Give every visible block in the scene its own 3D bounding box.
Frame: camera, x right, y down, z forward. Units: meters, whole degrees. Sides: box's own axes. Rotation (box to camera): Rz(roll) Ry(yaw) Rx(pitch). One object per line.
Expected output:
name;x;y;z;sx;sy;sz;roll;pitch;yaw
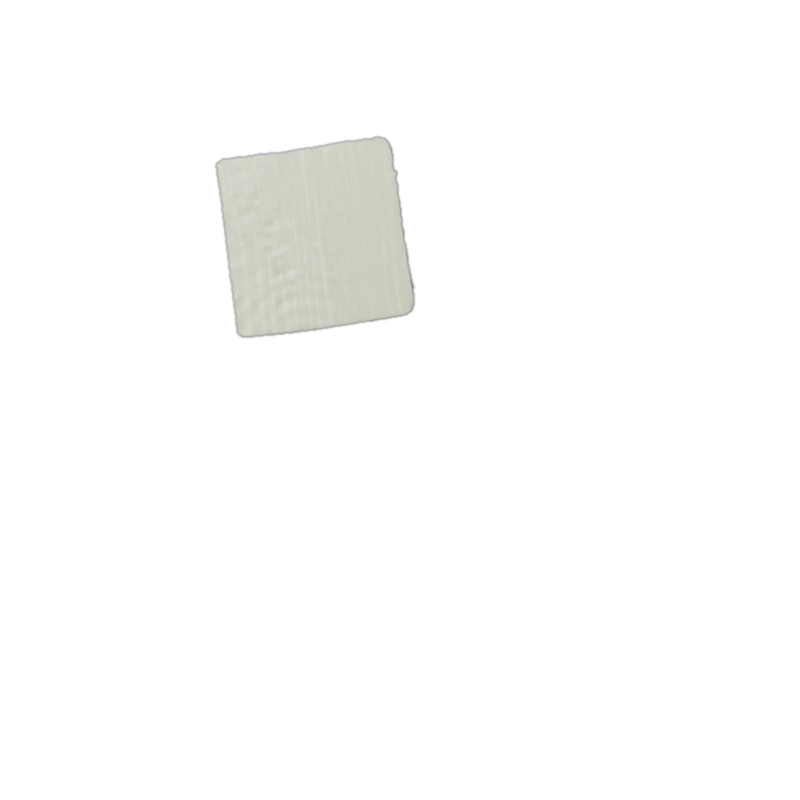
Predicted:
block;-0.050;-0.092;0.647;0.090;0.090;0.208;-8;6;-3
